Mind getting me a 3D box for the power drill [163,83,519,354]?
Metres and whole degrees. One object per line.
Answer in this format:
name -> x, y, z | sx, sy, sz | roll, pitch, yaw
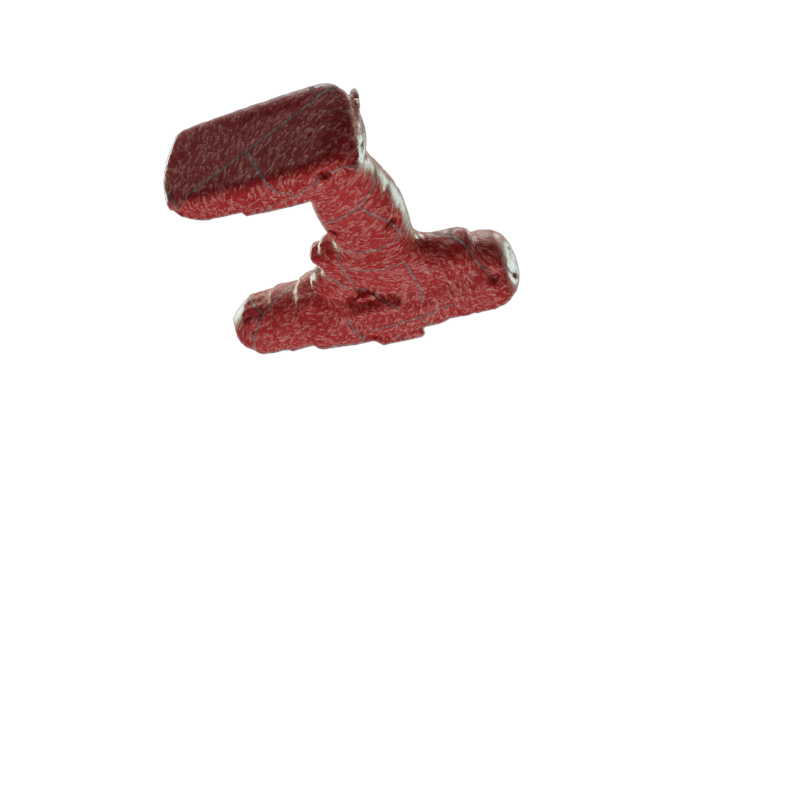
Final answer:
power drill -> -0.048, -0.088, 0.617 | 0.187, 0.061, 0.174 | -13, -29, 24
